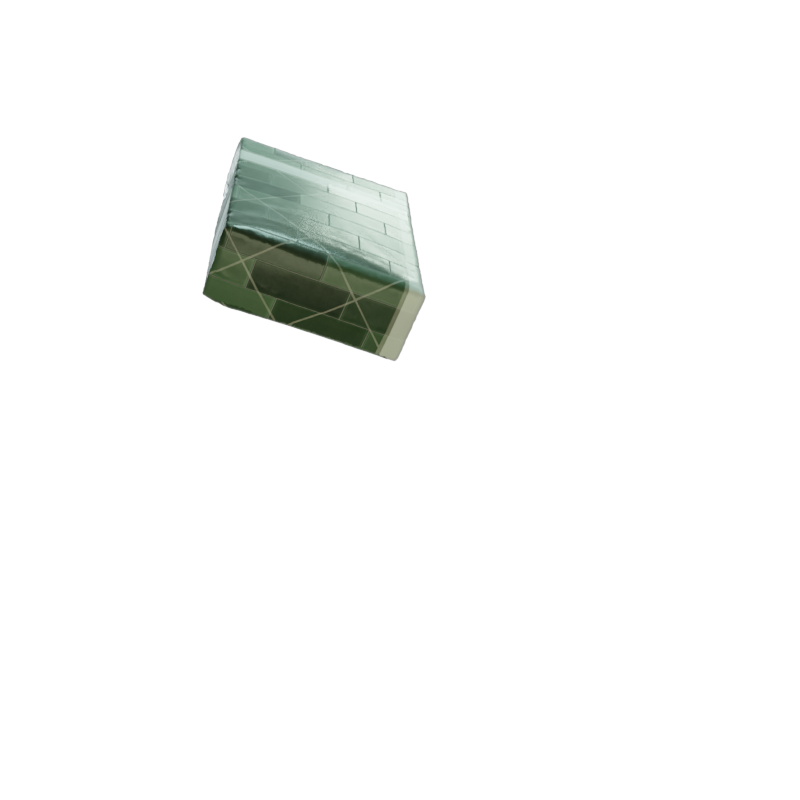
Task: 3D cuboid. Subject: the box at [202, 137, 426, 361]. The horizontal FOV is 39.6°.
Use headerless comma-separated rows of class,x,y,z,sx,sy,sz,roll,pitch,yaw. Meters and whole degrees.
box,-0.073,-0.133,0.933,0.161,0.069,0.227,17,27,-12
